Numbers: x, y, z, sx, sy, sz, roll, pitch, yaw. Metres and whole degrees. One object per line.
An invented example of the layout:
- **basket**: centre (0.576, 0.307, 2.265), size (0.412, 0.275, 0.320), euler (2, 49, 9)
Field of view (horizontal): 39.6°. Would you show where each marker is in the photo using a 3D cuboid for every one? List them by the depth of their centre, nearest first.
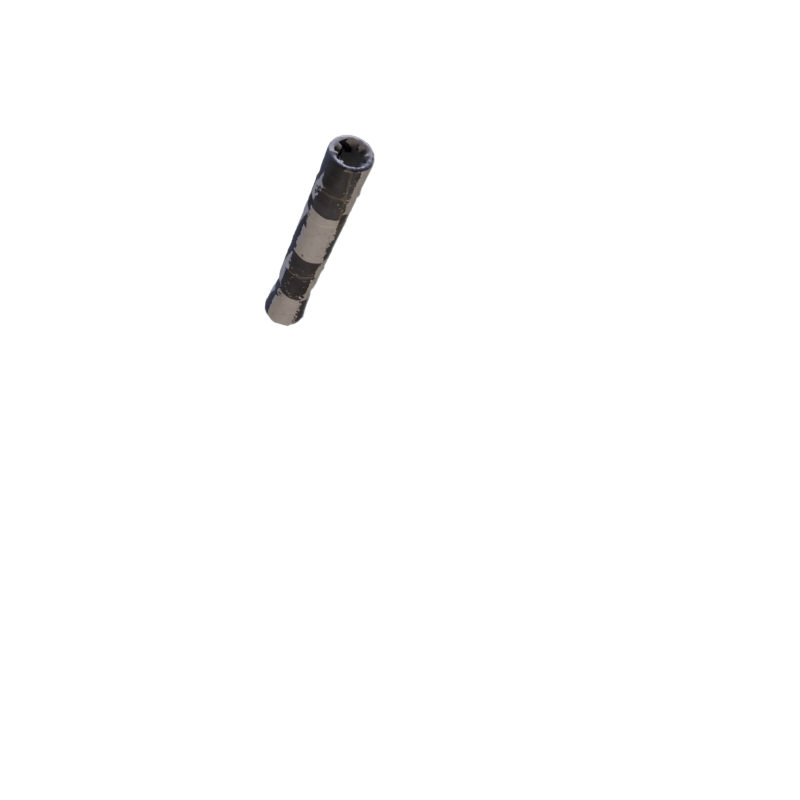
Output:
- **marker**: centre (-0.037, -0.067, 0.469), size (0.019, 0.021, 0.116), euler (0, -28, -21)
